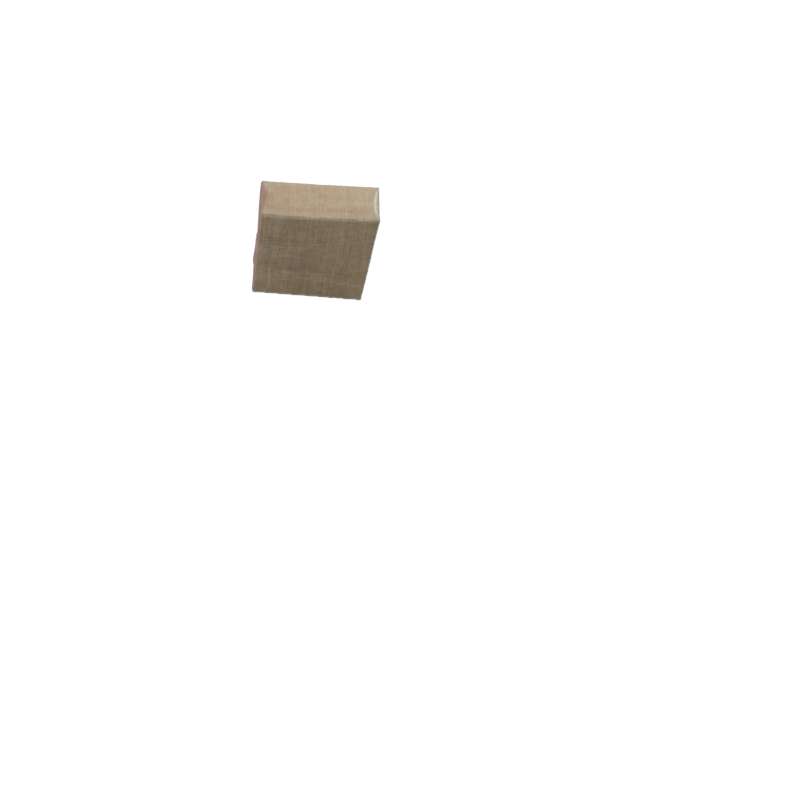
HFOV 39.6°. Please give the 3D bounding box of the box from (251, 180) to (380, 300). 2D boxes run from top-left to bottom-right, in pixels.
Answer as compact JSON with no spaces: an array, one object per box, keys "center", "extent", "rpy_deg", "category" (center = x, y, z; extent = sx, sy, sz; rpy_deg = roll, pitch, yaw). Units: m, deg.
[{"center":[-0.055,-0.100,0.702],"extent":[0.072,0.032,0.084],"rpy_deg":[4,-31,-7],"category":"box"}]
